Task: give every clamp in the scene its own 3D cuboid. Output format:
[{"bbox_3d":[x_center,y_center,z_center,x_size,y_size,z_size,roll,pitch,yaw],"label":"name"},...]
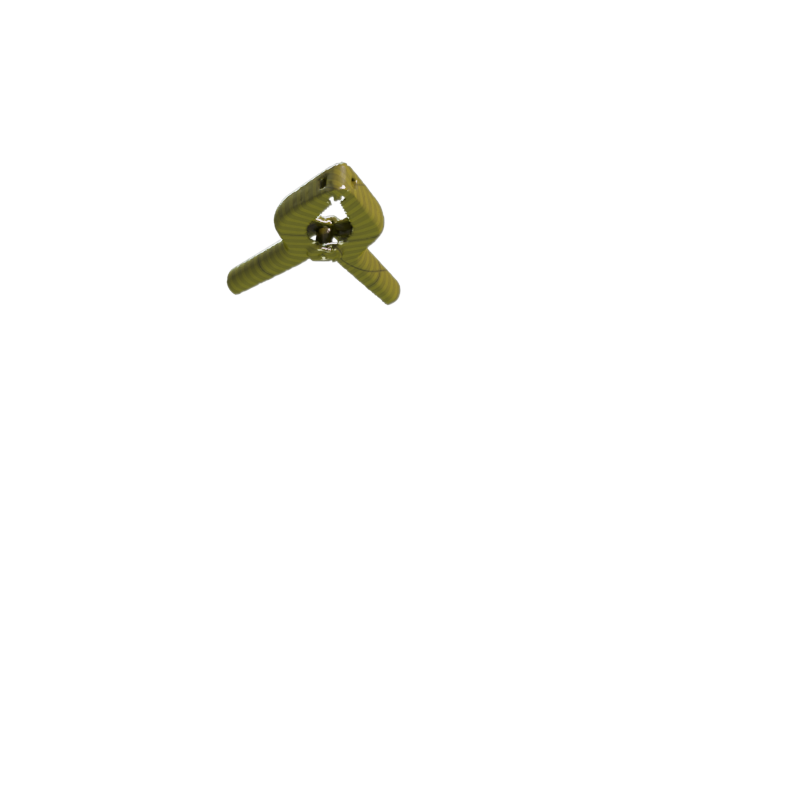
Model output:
[{"bbox_3d":[-0.077,-0.140,0.981,0.164,0.039,0.198,1,-24,-2],"label":"clamp"}]
